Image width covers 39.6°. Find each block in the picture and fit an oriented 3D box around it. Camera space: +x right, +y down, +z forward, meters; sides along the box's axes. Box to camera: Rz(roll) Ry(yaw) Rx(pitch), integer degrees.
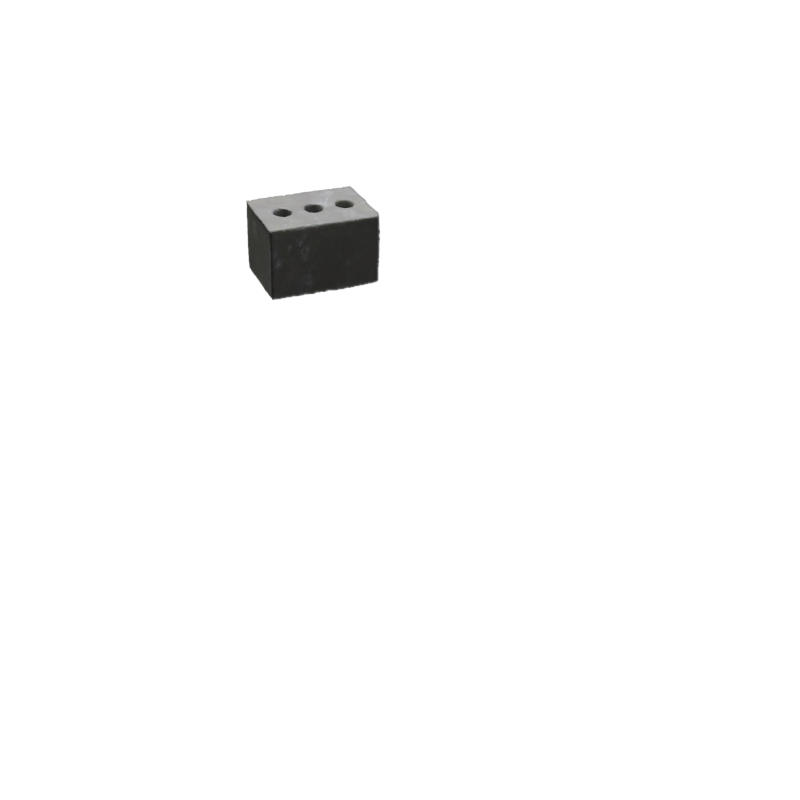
[{"bbox_3d":[-0.058,-0.105,0.739,0.077,0.048,0.057,-11,32,-19],"label":"block"}]
